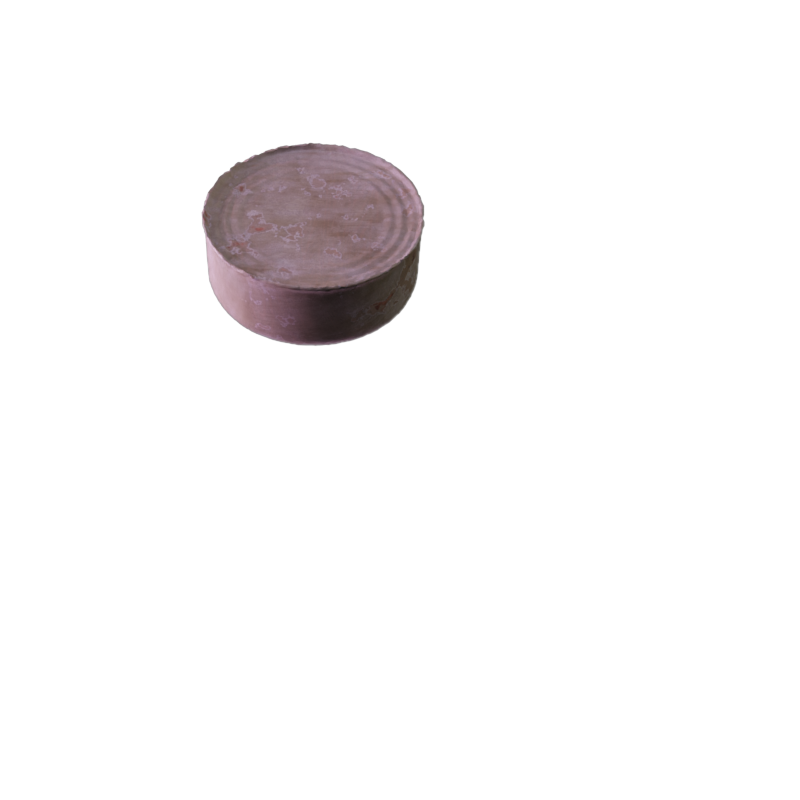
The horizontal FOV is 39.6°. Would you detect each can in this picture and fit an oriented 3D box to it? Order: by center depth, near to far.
[{"bbox_3d":[-0.034,-0.062,0.437,0.086,0.092,0.031,-1,-44,-1],"label":"can"}]
